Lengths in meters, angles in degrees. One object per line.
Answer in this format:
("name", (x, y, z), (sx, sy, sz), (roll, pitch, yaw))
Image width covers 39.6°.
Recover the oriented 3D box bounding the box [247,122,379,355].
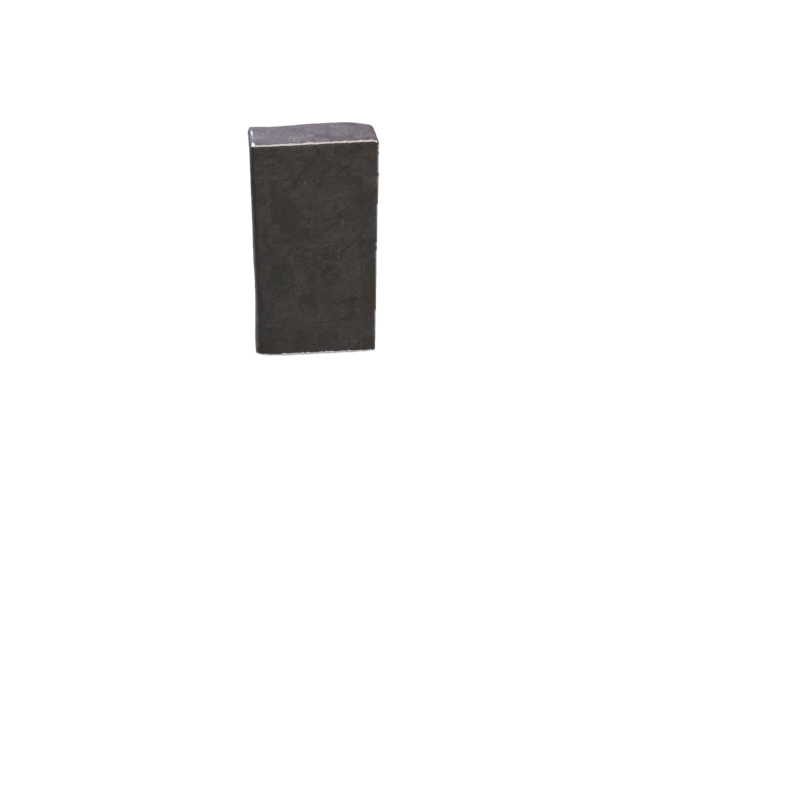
("box", (-0.065, -0.118, 0.826), (0.093, 0.166, 0.051), (-2, 28, -7))
